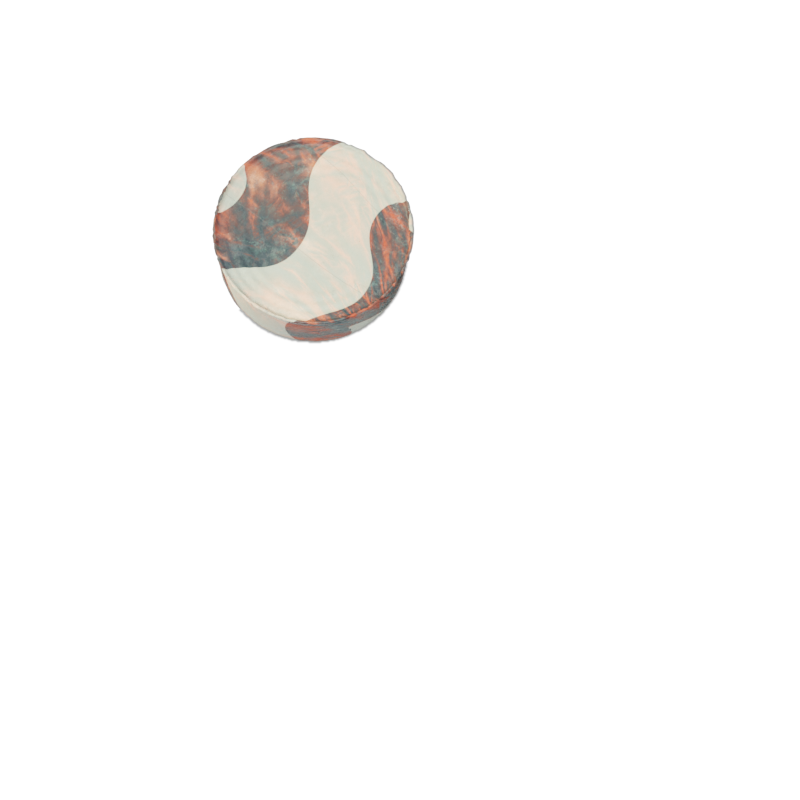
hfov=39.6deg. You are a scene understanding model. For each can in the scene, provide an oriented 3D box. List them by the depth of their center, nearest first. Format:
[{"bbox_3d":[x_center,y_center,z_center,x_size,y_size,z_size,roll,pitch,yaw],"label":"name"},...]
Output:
[{"bbox_3d":[-0.038,-0.069,0.487,0.086,0.090,0.032,-1,-20,-1],"label":"can"}]
